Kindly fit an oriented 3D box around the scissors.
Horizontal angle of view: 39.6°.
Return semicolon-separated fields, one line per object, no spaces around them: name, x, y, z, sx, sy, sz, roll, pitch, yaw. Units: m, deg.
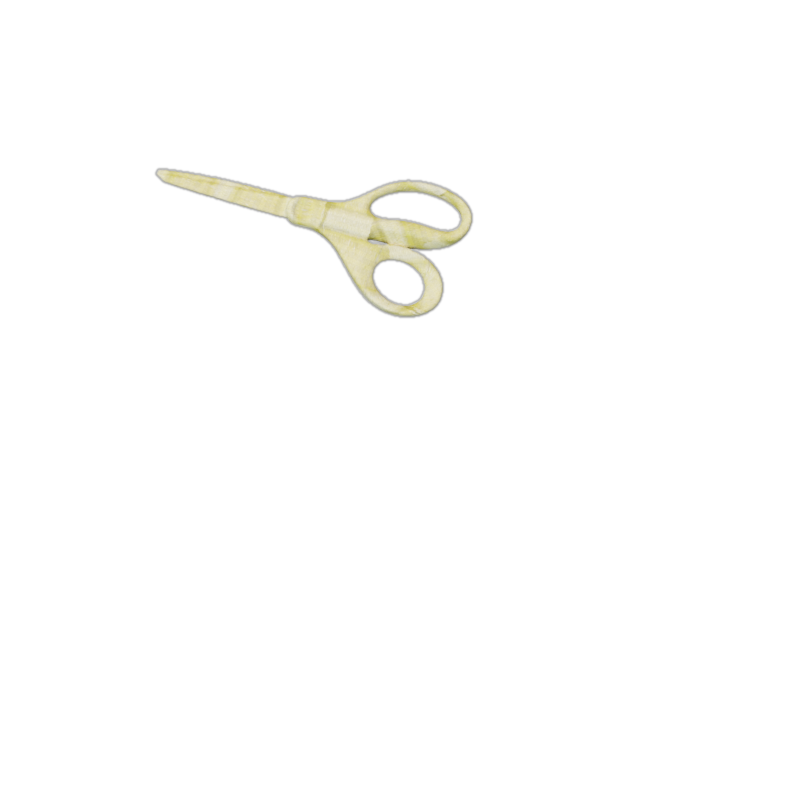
scissors;-0.055;-0.100;0.703;0.201;0.099;0.015;0;-12;0
